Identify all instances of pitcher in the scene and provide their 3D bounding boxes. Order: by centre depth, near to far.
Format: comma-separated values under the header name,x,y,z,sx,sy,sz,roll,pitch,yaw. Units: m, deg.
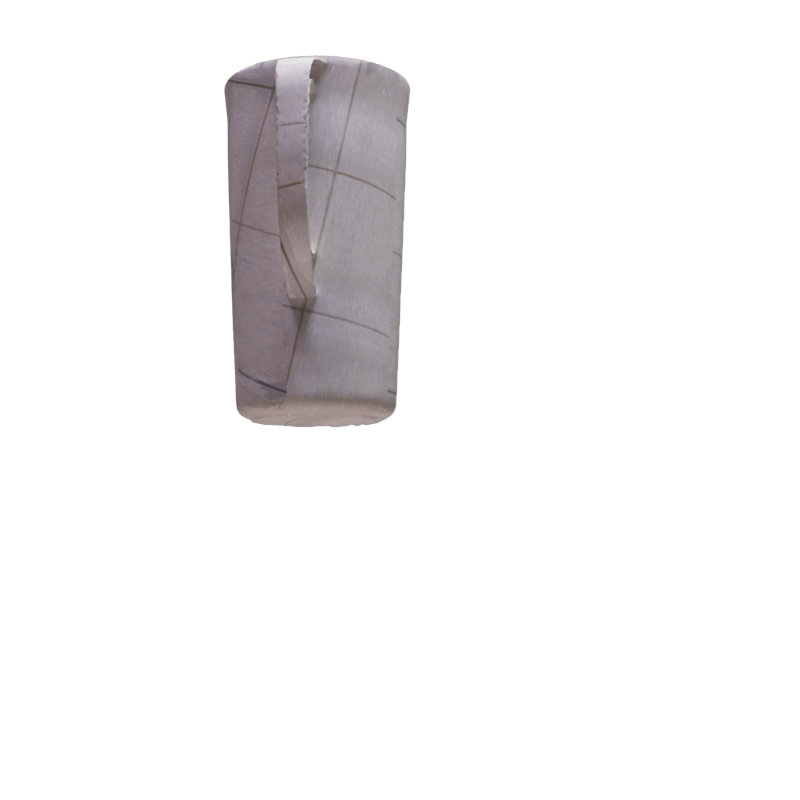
name,x,y,z,sx,sy,sz,roll,pitch,yaw
pitcher,-0.060,-0.109,0.761,0.142,0.251,0.148,9,-15,-39
